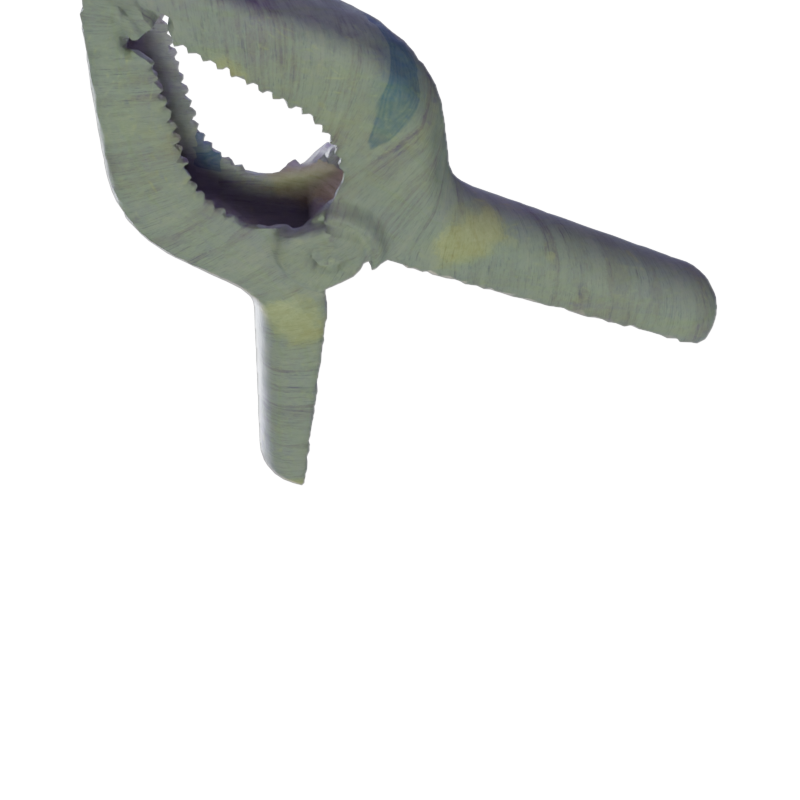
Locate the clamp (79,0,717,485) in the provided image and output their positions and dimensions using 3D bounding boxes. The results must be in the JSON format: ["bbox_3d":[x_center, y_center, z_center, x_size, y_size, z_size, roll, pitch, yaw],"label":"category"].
[{"bbox_3d":[-0.026,-0.047,0.329,0.164,0.039,0.196,-29,-50,27],"label":"clamp"}]
